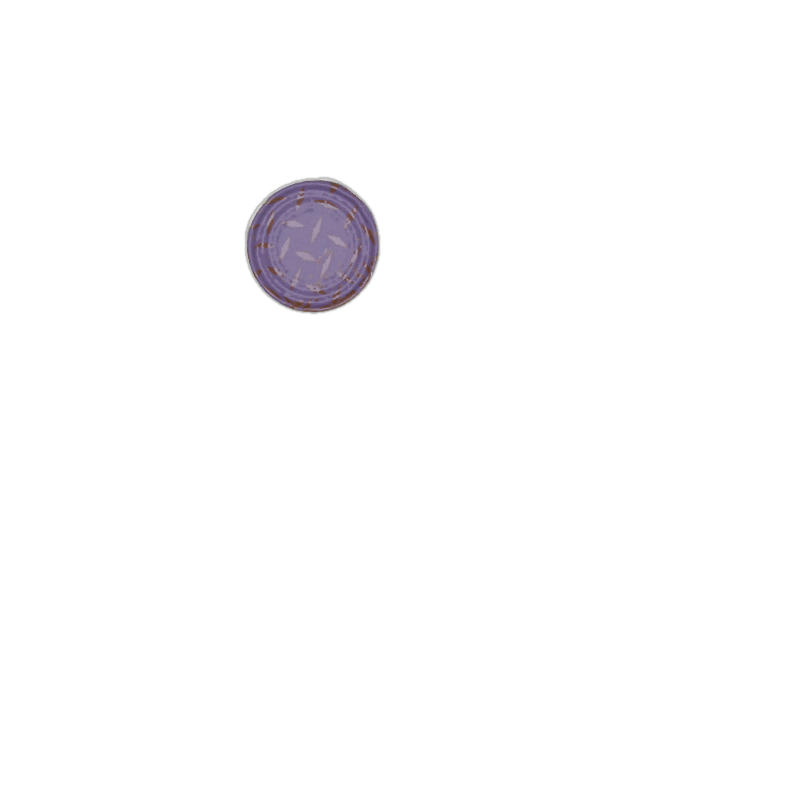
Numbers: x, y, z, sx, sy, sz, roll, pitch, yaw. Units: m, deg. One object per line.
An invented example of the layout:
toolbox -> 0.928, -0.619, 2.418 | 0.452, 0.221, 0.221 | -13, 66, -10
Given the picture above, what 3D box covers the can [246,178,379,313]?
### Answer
can -> -0.046, -0.085, 0.592 | 0.068, 0.068, 0.104 | 0, 8, -3
